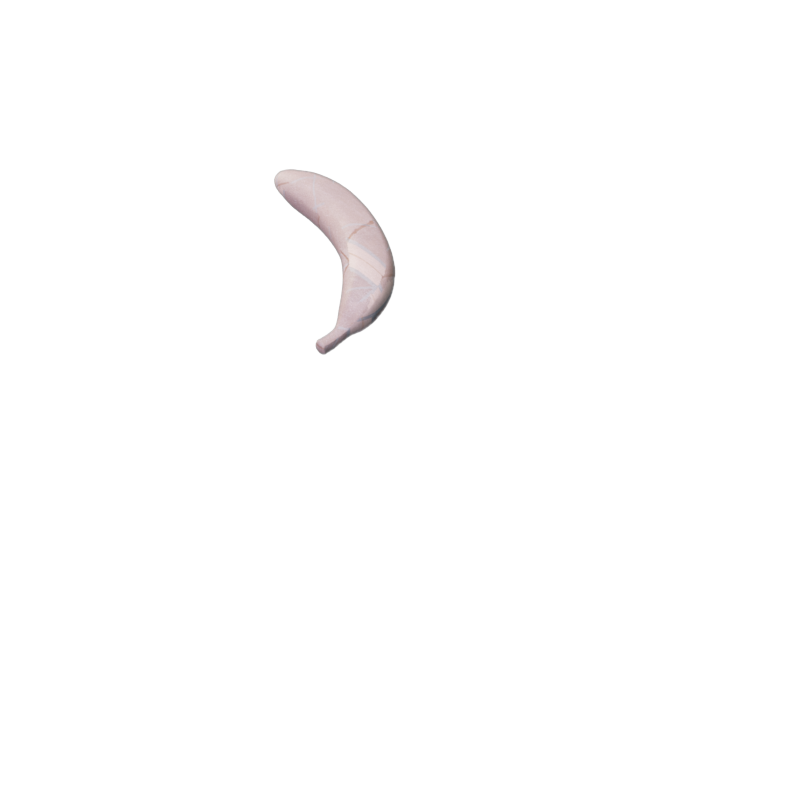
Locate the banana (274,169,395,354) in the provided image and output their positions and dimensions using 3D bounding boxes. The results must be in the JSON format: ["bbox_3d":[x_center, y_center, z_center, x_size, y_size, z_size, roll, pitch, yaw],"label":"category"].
[{"bbox_3d":[-0.045,-0.116,0.815,0.069,0.034,0.214,-8,44,-9],"label":"banana"}]
